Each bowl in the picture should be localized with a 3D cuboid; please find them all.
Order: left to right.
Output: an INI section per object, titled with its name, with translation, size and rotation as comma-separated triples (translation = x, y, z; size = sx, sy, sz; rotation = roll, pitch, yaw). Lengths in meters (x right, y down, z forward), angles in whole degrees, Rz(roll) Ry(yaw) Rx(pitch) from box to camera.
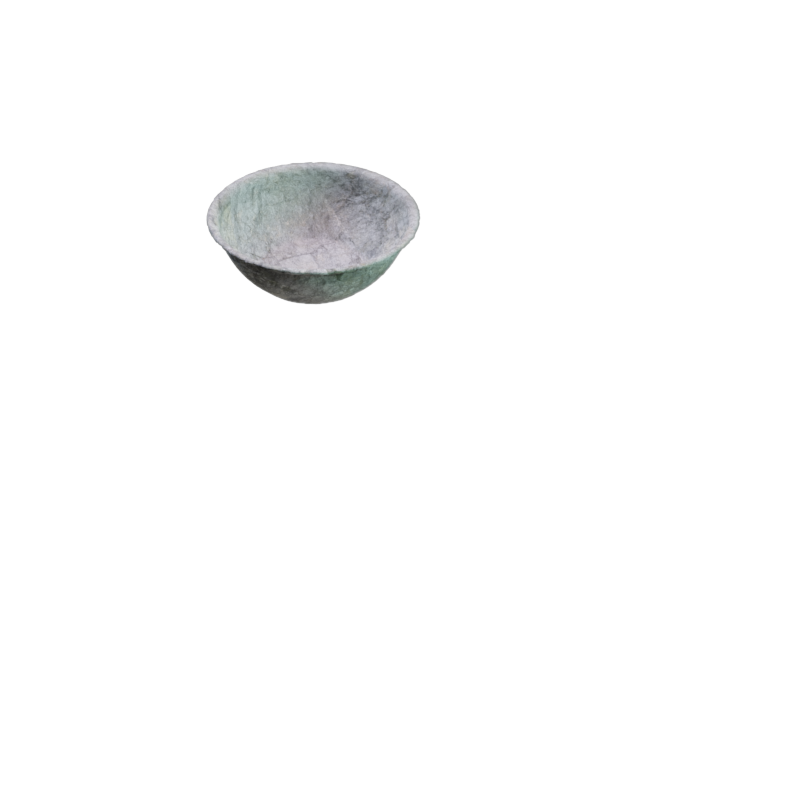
[bowl]
translation = -0.067, -0.122, 0.855
size = 0.162, 0.051, 0.173
rotation = -1, 38, -2
